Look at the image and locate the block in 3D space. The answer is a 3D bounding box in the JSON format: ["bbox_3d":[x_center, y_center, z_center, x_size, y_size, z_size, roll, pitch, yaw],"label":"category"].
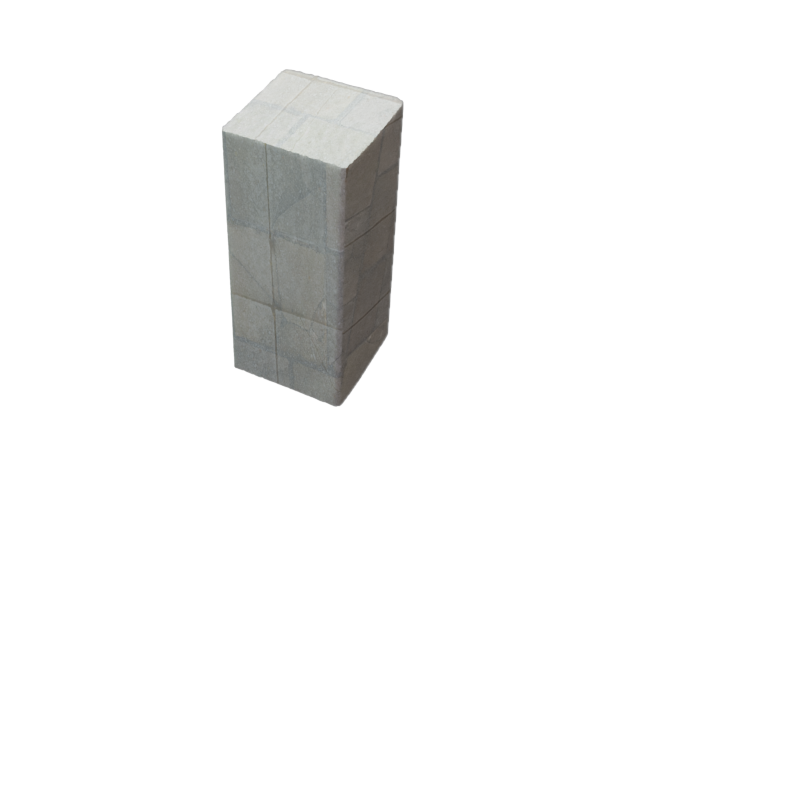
[{"bbox_3d":[-0.059,-0.109,0.764,0.094,0.192,0.093,19,44,17],"label":"block"}]
